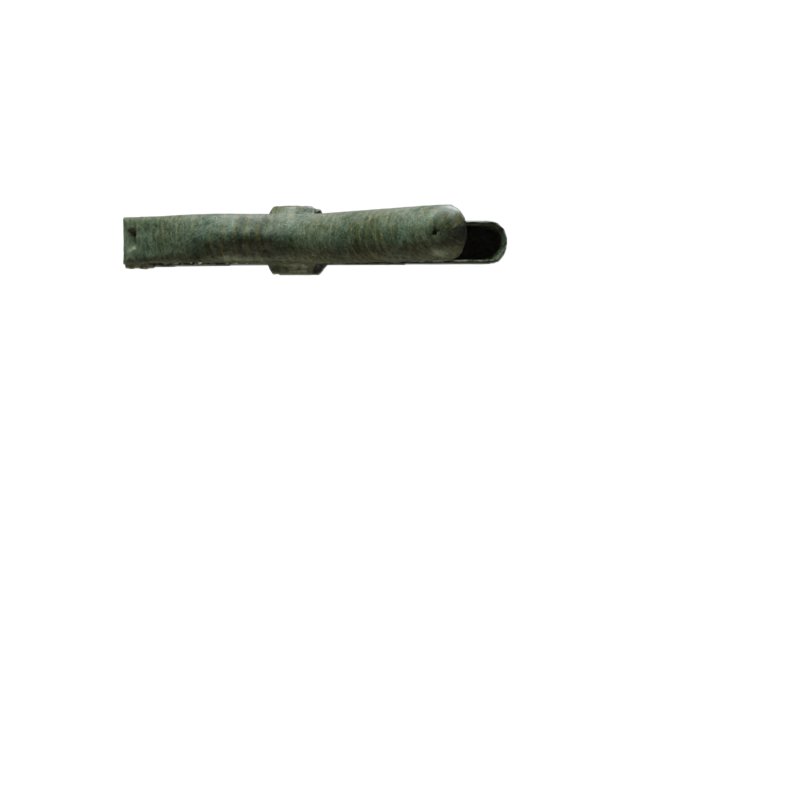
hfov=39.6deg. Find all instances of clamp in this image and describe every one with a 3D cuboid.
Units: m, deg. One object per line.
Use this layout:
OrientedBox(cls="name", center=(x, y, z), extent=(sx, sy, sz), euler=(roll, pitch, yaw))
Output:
OrientedBox(cls="clamp", center=(-0.047, -0.085, 0.595), extent=(0.216, 0.036, 0.160), euler=(2, 5, 21))
